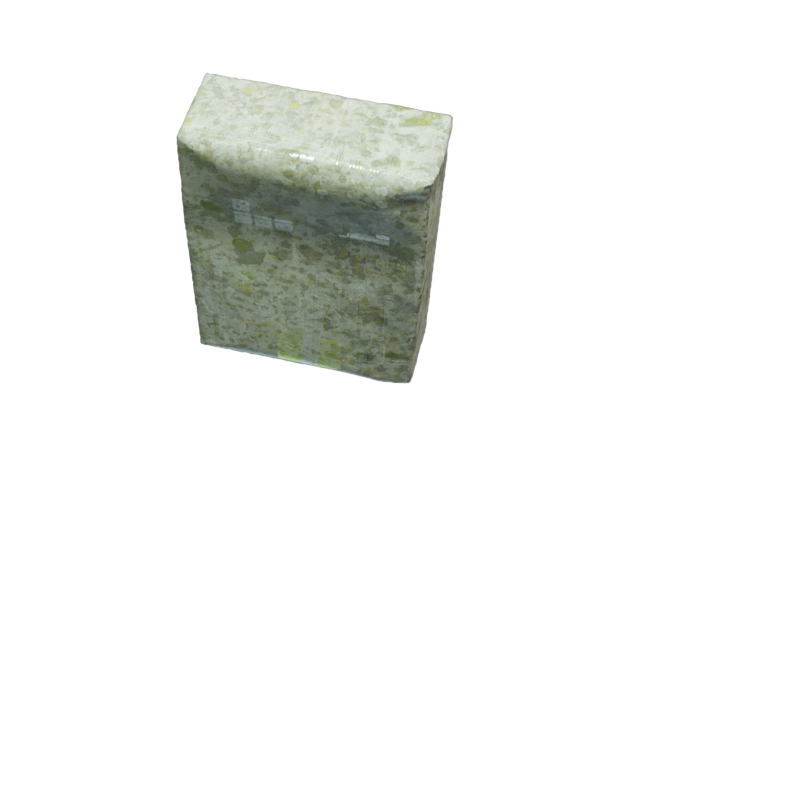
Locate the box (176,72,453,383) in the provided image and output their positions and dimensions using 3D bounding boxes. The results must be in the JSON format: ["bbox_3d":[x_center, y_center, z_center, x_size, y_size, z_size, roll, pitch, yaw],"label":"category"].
[{"bbox_3d":[-0.059,-0.108,0.756,0.167,0.076,0.199,13,-36,7],"label":"box"}]
